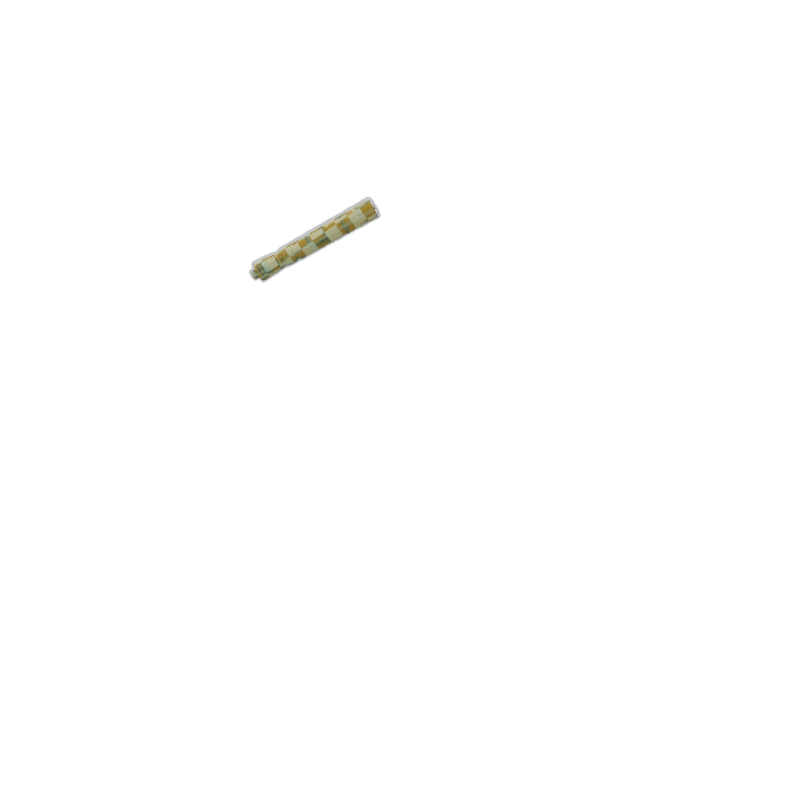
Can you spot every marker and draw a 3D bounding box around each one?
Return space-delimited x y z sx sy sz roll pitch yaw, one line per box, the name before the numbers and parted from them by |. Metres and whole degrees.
marker | -0.074 -0.135 0.945 0.121 0.020 0.020 -28 0 9
